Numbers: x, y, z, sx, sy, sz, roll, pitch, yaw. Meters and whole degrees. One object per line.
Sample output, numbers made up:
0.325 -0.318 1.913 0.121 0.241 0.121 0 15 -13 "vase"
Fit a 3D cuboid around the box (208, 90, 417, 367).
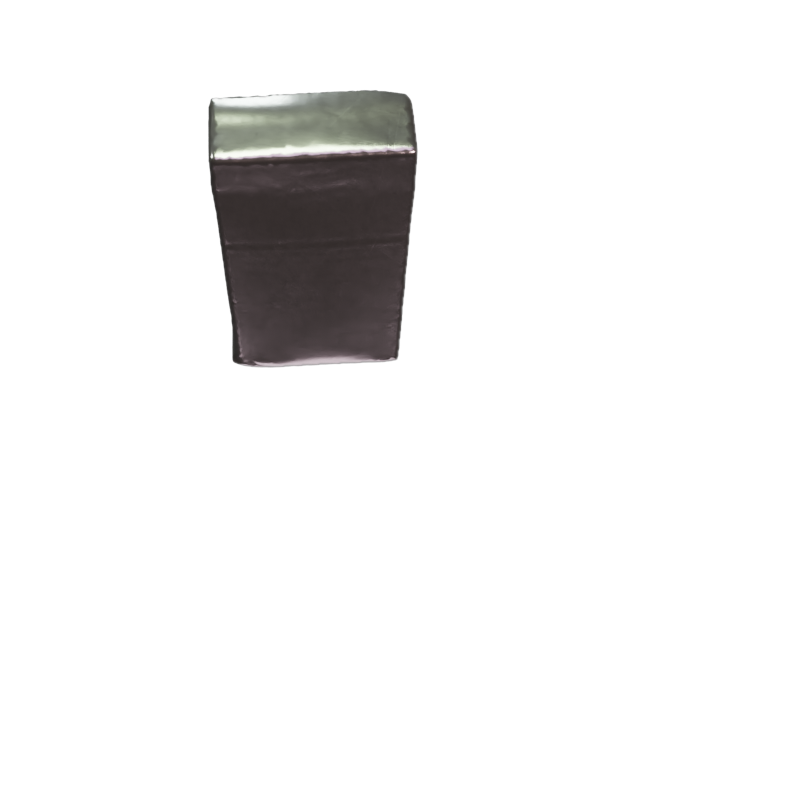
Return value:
-0.043 -0.080 0.555 0.093 0.051 0.165 -2 -34 -4 "box"
